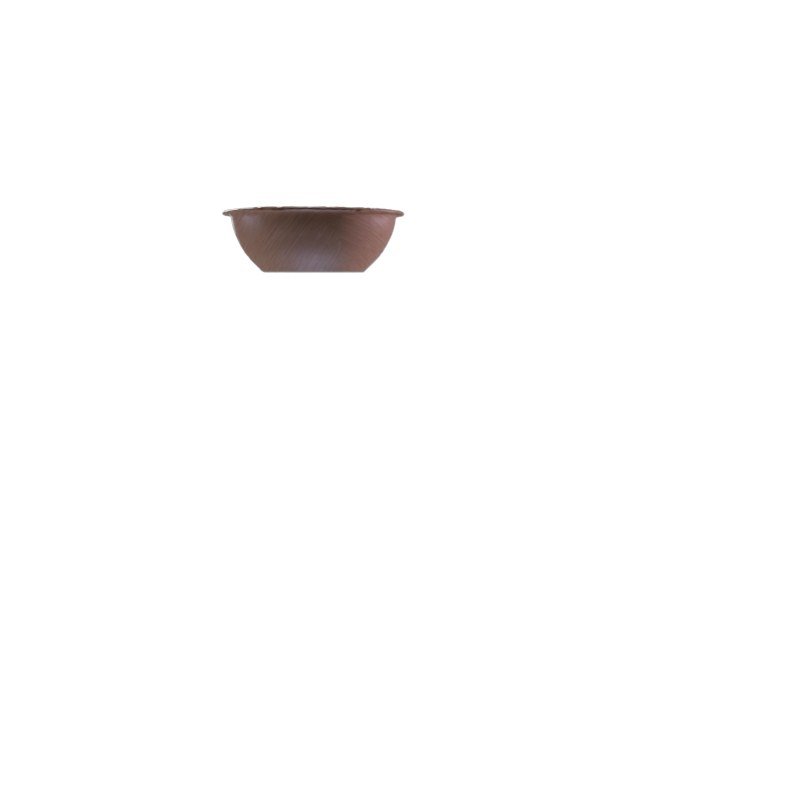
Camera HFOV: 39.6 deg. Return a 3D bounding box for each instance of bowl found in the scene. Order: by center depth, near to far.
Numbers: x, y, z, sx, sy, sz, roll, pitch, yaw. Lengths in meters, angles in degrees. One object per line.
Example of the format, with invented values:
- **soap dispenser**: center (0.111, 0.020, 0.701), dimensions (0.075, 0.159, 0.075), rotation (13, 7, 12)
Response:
- **bowl**: center (-0.077, -0.141, 0.985), dimensions (0.162, 0.055, 0.163), rotation (0, 6, -2)
